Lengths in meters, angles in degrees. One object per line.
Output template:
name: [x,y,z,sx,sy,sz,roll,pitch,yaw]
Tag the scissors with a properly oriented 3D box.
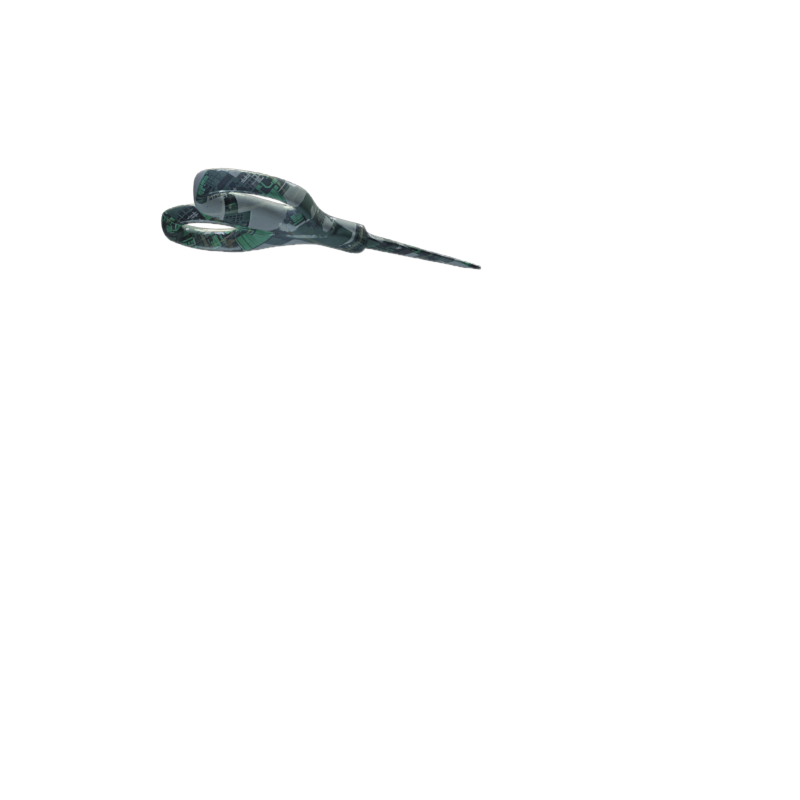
scissors: [-0.049,-0.089,0.625,0.098,0.016,0.190,-10,-17,38]
